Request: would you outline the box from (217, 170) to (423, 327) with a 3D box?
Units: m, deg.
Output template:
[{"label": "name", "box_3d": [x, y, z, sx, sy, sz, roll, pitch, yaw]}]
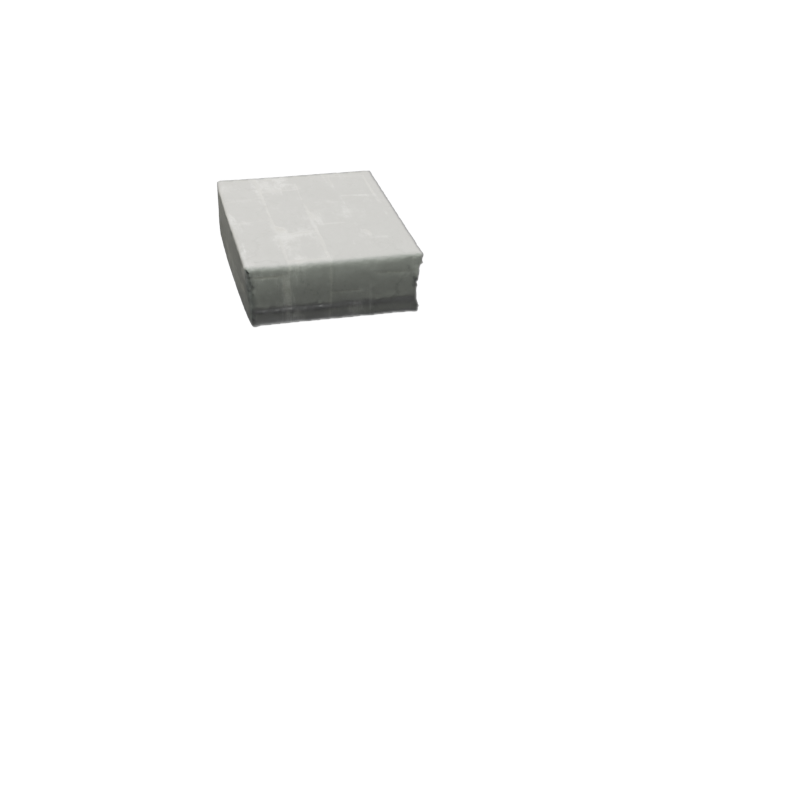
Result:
[{"label": "box", "box_3d": [-0.046, -0.084, 0.591, 0.089, 0.036, 0.122, -8, 35, -12]}]
